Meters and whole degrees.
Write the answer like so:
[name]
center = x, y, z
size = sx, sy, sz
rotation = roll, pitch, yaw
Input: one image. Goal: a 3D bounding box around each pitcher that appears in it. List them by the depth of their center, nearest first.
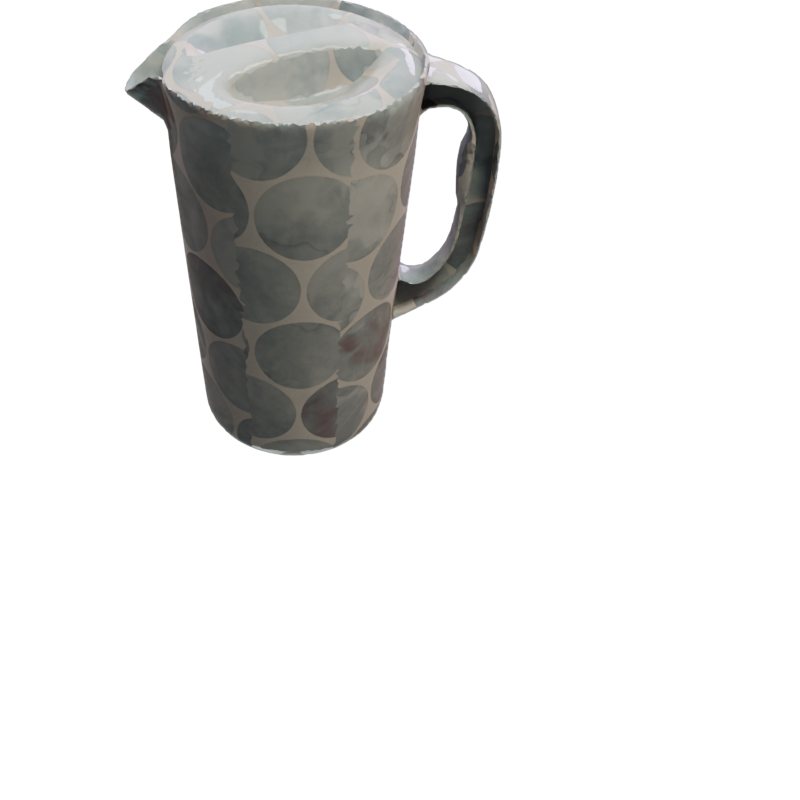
[pitcher]
center = -0.048, -0.087, 0.608
size = 0.159, 0.227, 0.145
rotation = 34, 50, 30
